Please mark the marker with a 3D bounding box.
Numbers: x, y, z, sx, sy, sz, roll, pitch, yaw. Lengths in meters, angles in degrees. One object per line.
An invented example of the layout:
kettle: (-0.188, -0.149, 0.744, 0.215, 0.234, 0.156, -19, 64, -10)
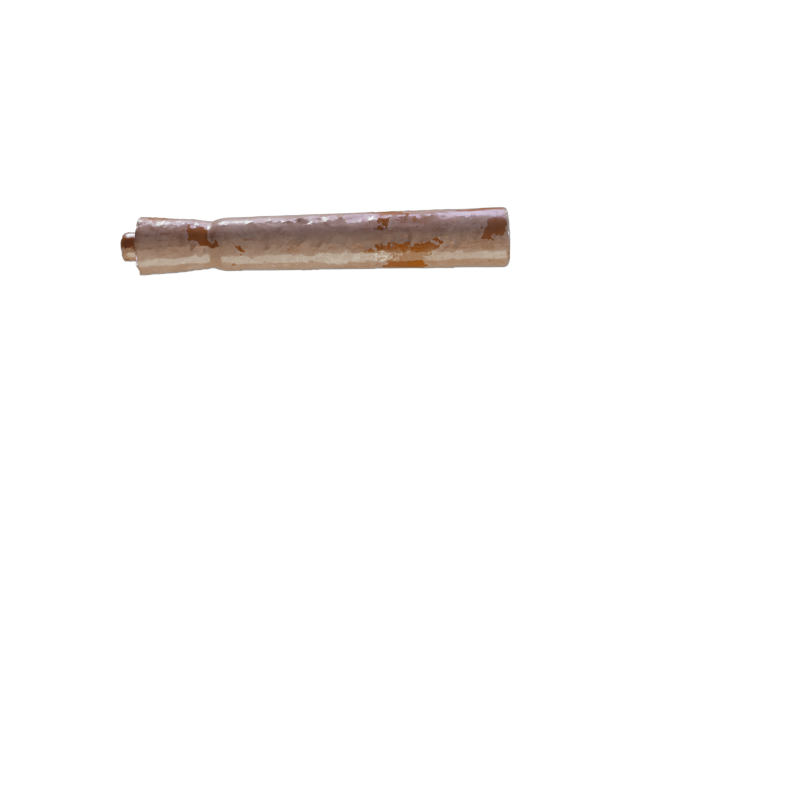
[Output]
marker: (-0.027, -0.050, 0.348, 0.121, 0.020, 0.020, -1, 4, 4)
